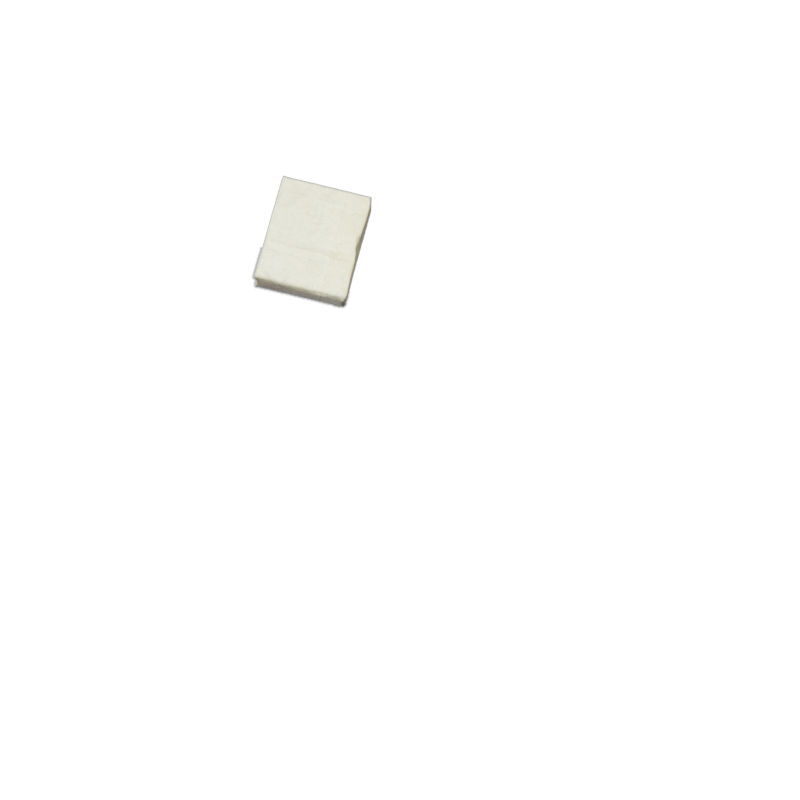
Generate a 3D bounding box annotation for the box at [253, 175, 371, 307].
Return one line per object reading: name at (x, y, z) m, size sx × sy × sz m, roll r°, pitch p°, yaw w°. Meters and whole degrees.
box at (-0.067, -0.123, 0.860) m, size 0.074 × 0.093 × 0.029 m, roll 13°, pitch -20°, yaw 4°
